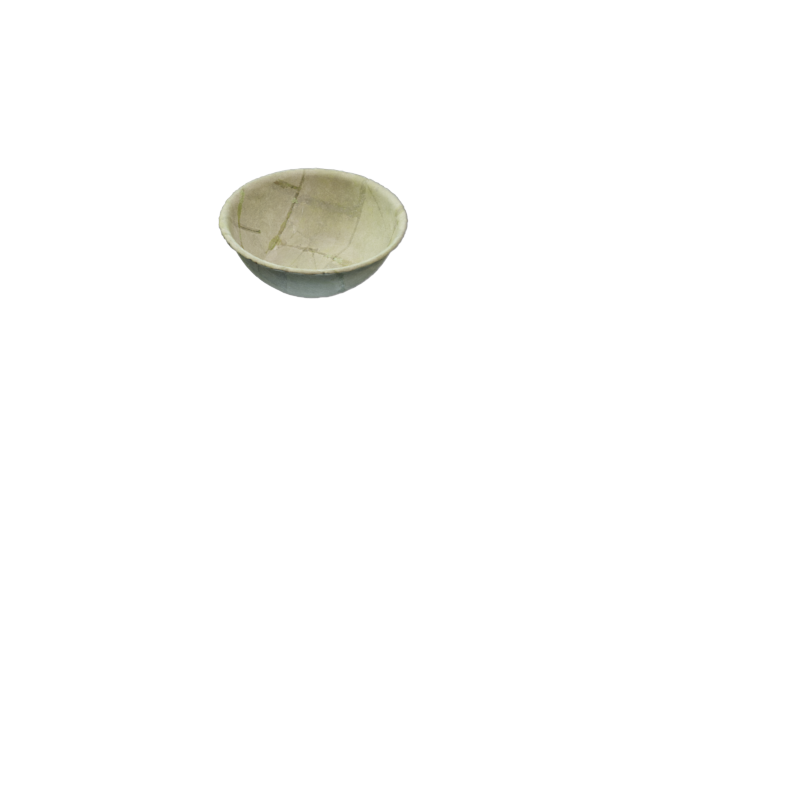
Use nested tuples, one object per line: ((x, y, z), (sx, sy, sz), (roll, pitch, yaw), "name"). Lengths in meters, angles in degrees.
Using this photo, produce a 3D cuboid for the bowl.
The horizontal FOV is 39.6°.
((-0.075, -0.137, 0.959), (0.162, 0.051, 0.174), (-1, 40, -2), "bowl")
